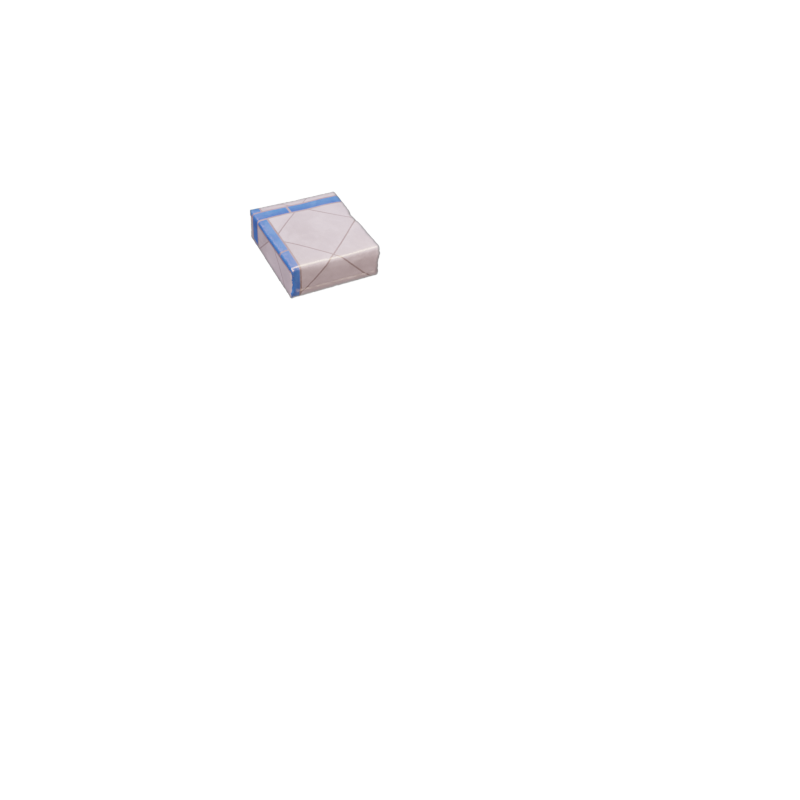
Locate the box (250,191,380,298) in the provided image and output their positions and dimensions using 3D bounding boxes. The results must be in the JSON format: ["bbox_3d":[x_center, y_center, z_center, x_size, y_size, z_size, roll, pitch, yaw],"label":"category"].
[{"bbox_3d":[-0.067,-0.122,0.855,0.072,0.028,0.097,-16,42,-19],"label":"box"}]
